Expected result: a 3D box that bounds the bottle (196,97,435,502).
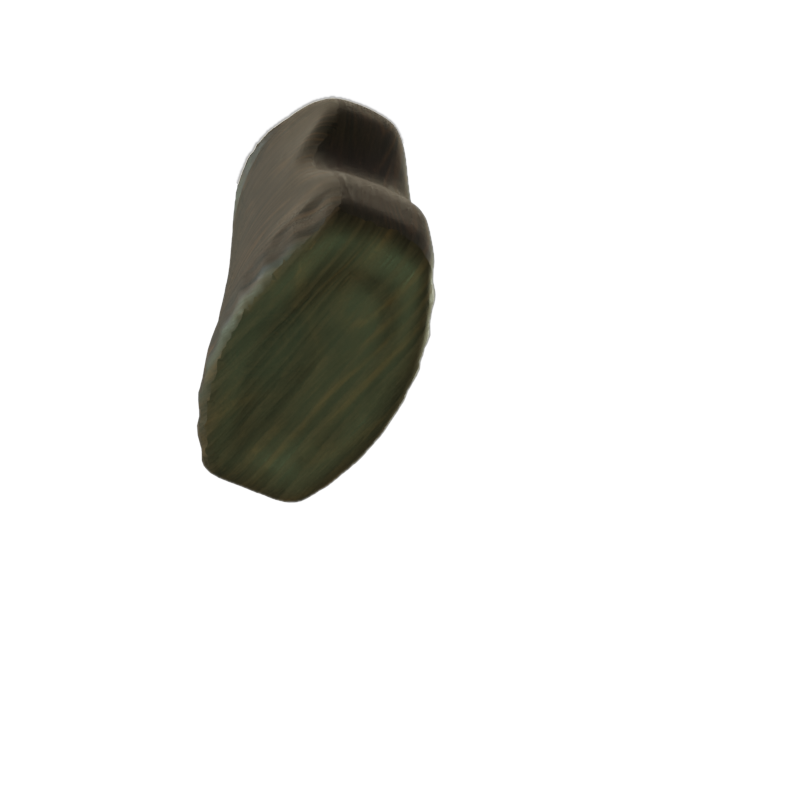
[{"bbox_3d":[-0.032,-0.057,0.398,0.057,0.093,0.203,21,26,-15],"label":"bottle"}]
